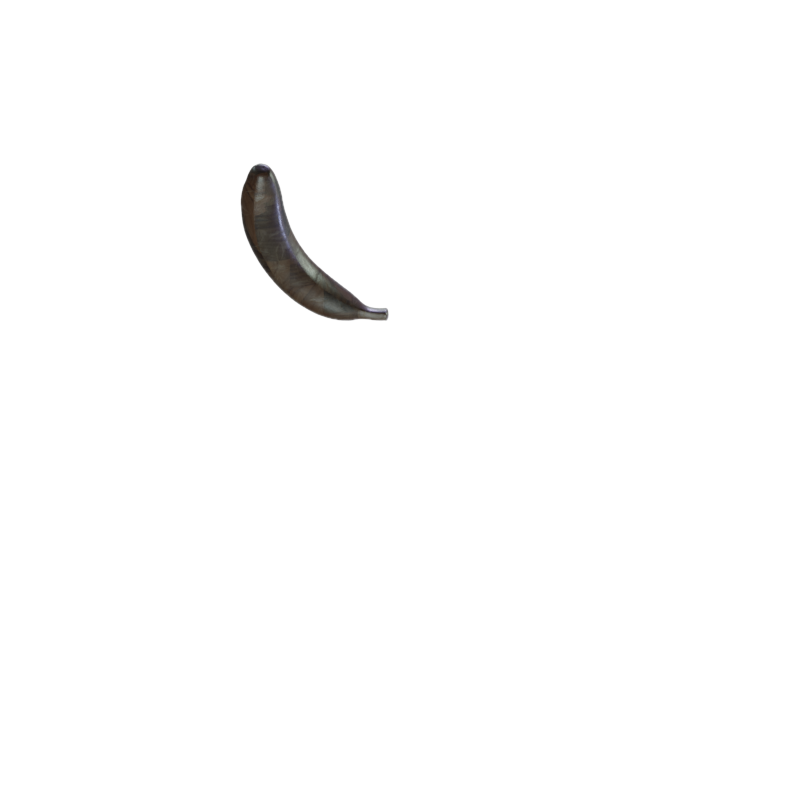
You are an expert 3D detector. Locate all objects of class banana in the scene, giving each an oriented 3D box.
[{"bbox_3d":[-0.087,-0.124,0.936,0.070,0.039,0.183,-24,-48,23],"label":"banana"}]
